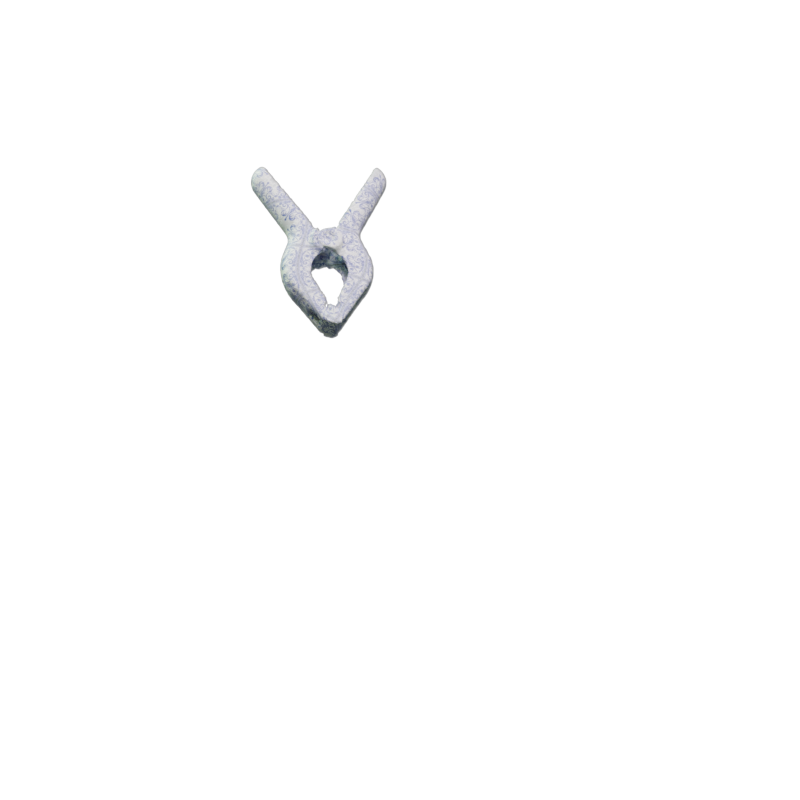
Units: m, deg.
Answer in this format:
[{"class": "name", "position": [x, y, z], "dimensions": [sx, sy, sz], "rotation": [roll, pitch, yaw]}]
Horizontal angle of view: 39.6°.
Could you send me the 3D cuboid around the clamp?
[{"class": "clamp", "position": [-0.075, -0.136, 0.955], "dimensions": [0.120, 0.183, 0.037], "rotation": [2, -34, 1]}]
